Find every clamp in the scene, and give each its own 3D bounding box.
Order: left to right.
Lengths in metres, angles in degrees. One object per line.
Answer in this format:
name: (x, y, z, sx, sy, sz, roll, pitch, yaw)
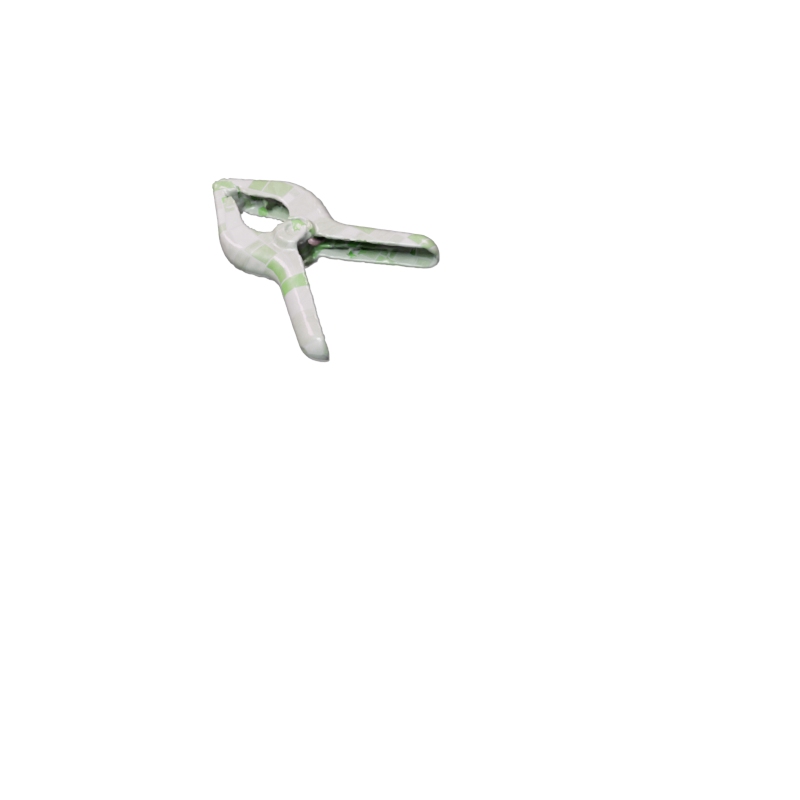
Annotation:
clamp: (-0.060, -0.110, 0.770, 0.120, 0.036, 0.184, -30, 57, -23)
